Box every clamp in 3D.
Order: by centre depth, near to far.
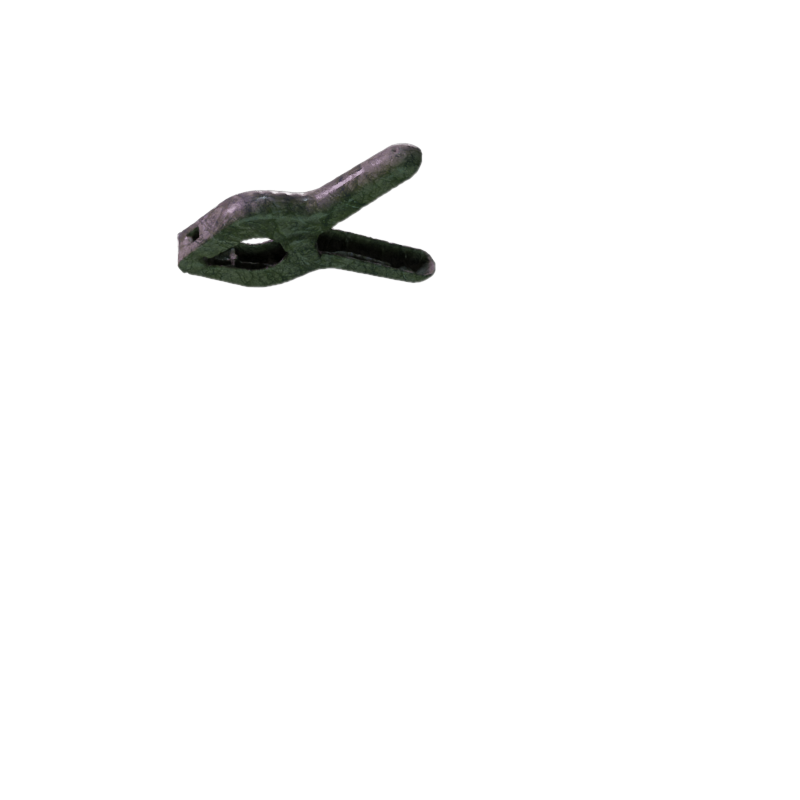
[{"bbox_3d":[-0.057,-0.103,0.724,0.173,0.042,0.111,-11,-44,12],"label":"clamp"}]
